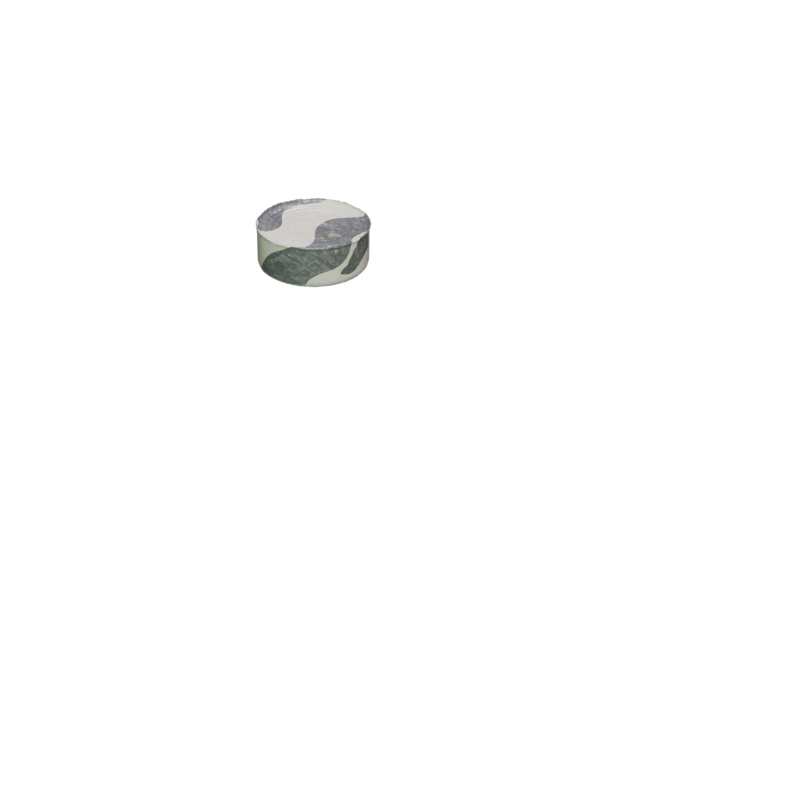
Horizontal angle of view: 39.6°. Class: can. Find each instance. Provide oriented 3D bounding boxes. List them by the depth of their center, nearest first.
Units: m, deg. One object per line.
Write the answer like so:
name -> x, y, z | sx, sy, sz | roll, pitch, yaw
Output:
can -> -0.065, -0.119, 0.831 | 0.086, 0.032, 0.091 | -1, 32, -2
